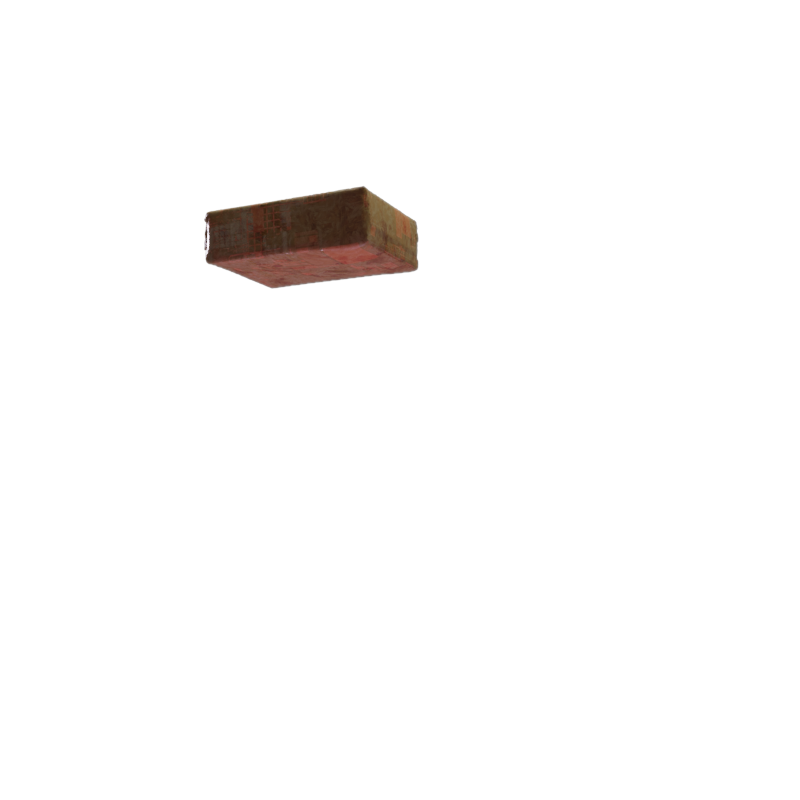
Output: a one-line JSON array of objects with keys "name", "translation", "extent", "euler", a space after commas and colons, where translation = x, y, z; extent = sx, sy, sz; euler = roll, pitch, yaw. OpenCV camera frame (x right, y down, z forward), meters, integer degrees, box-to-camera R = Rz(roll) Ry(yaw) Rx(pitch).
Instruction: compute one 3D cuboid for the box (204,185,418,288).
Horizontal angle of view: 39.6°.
[{"name": "box", "translation": [-0.056, -0.102, 0.711], "extent": [0.116, 0.040, 0.086], "euler": [-3, -7, 23]}]
